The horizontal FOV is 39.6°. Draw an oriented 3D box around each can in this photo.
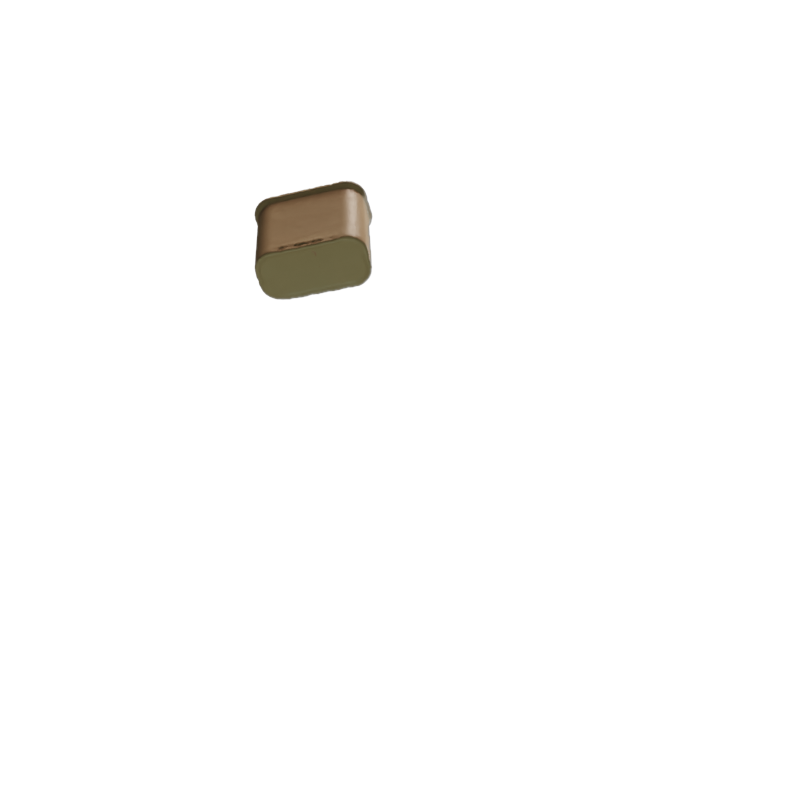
[{"bbox_3d":[-0.074,-0.136,0.953,0.102,0.053,0.090,-12,39,7],"label":"can"}]
